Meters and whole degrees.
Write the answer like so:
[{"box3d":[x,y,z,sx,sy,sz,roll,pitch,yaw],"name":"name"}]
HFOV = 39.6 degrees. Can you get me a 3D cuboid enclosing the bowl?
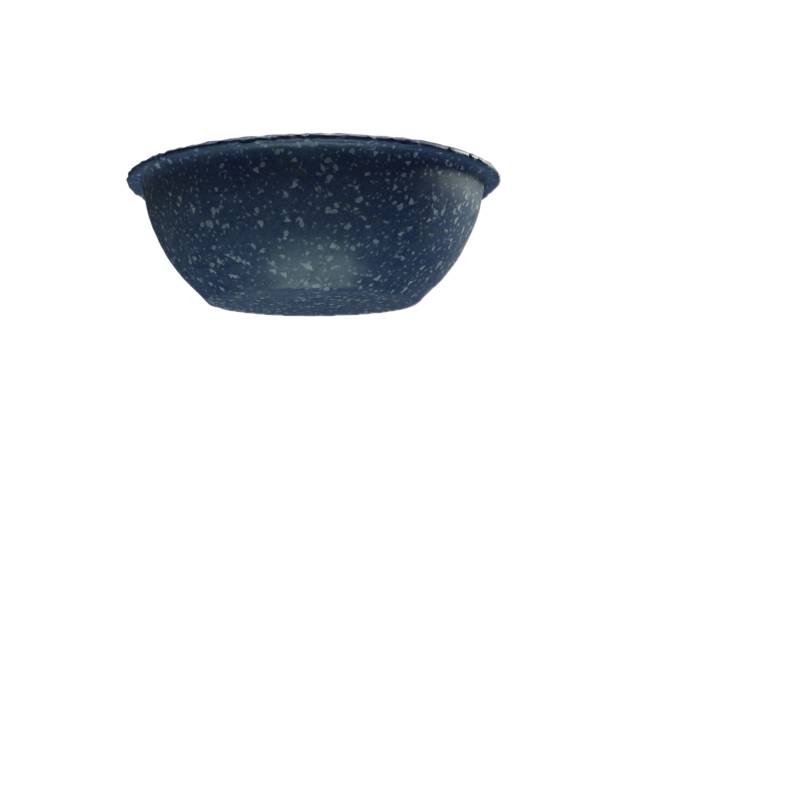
[{"box3d":[-0.038,-0.069,0.480,0.162,0.056,0.160,0,-3,-2],"name":"bowl"}]
